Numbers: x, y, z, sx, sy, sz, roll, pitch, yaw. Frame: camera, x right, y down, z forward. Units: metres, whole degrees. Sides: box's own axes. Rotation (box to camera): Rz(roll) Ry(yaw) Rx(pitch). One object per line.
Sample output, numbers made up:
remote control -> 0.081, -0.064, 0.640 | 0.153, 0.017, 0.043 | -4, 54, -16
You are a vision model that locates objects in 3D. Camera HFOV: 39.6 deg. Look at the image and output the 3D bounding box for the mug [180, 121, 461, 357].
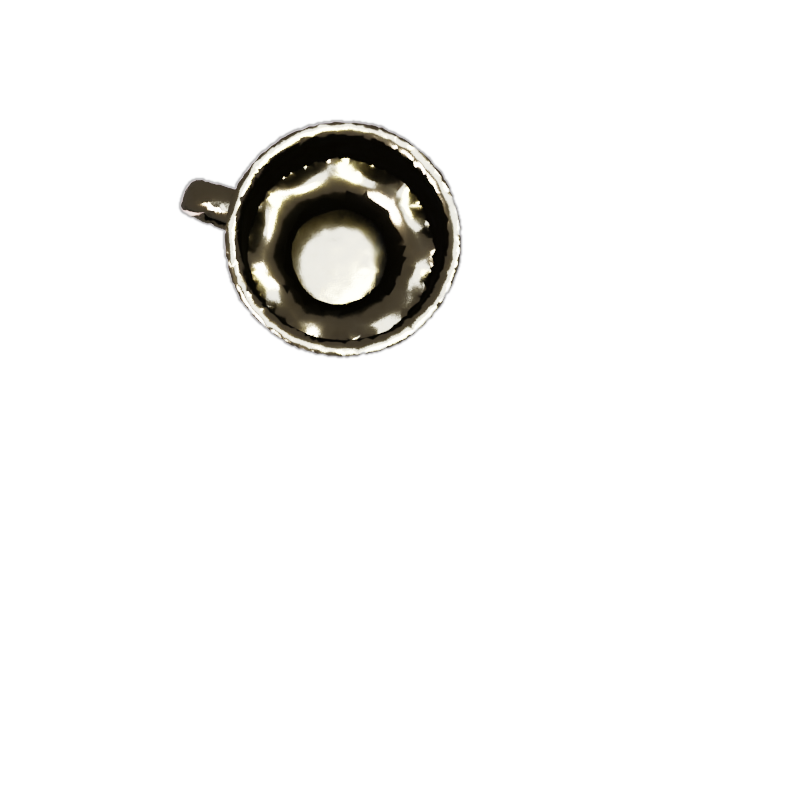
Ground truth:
mug -> -0.037, -0.067, 0.472 | 0.117, 0.094, 0.081 | 16, -4, 0
